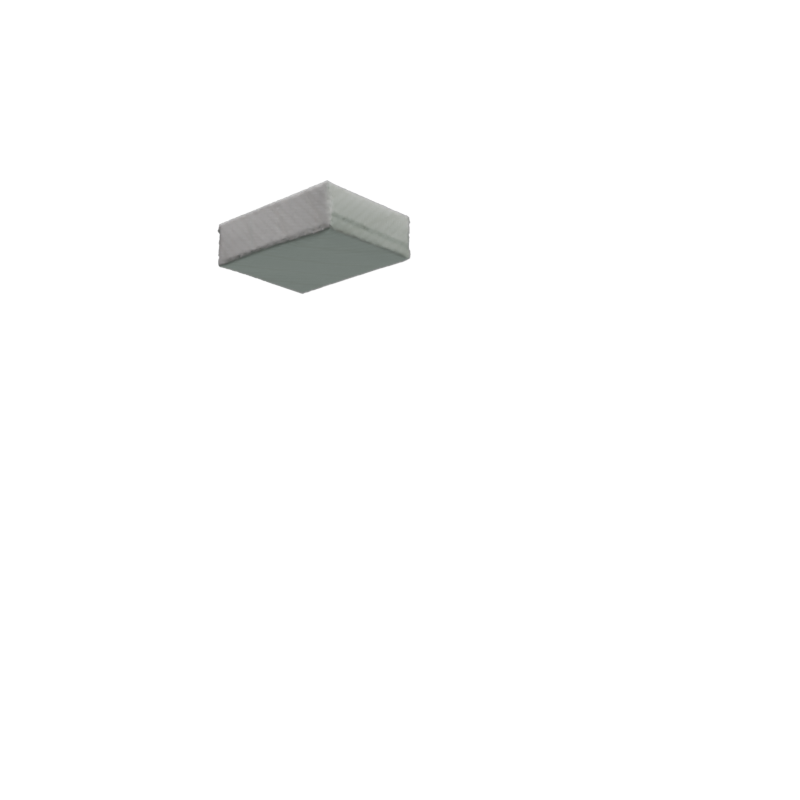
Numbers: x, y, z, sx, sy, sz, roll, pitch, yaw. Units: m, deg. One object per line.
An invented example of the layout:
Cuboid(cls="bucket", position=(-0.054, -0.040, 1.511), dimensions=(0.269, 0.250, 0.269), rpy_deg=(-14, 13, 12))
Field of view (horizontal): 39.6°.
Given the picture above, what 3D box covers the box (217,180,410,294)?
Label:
Cuboid(cls="box", position=(-0.063, -0.115, 0.803), dimensions=(0.116, 0.040, 0.085), rpy_deg=(-11, -17, 39))
